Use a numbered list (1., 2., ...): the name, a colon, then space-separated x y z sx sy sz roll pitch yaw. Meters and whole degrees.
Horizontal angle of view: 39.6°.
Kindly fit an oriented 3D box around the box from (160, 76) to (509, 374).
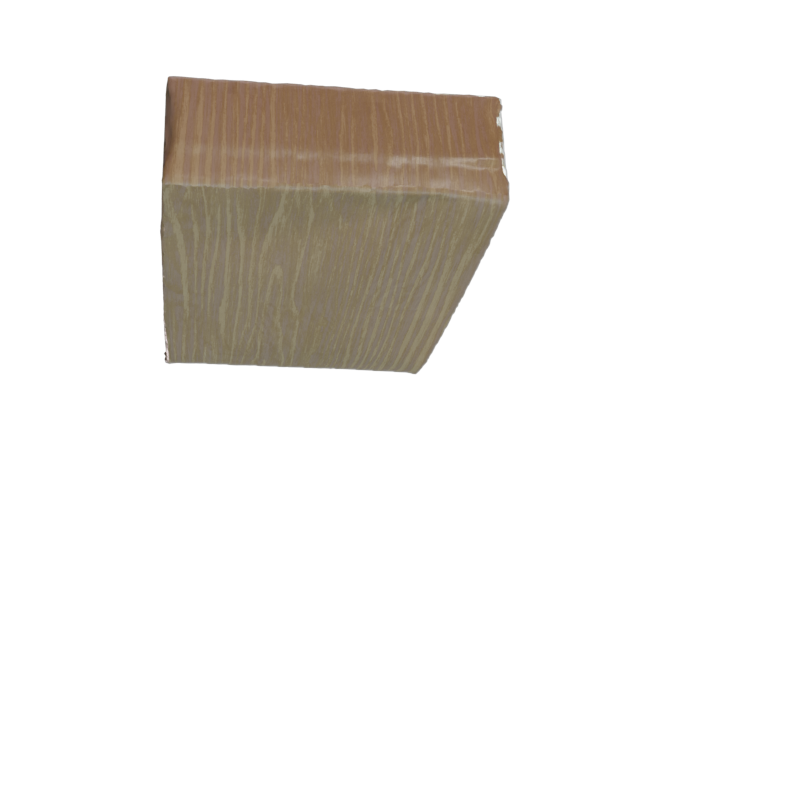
1. box: -0.026 -0.047 0.329 0.089 0.041 0.108 4 -27 -8
